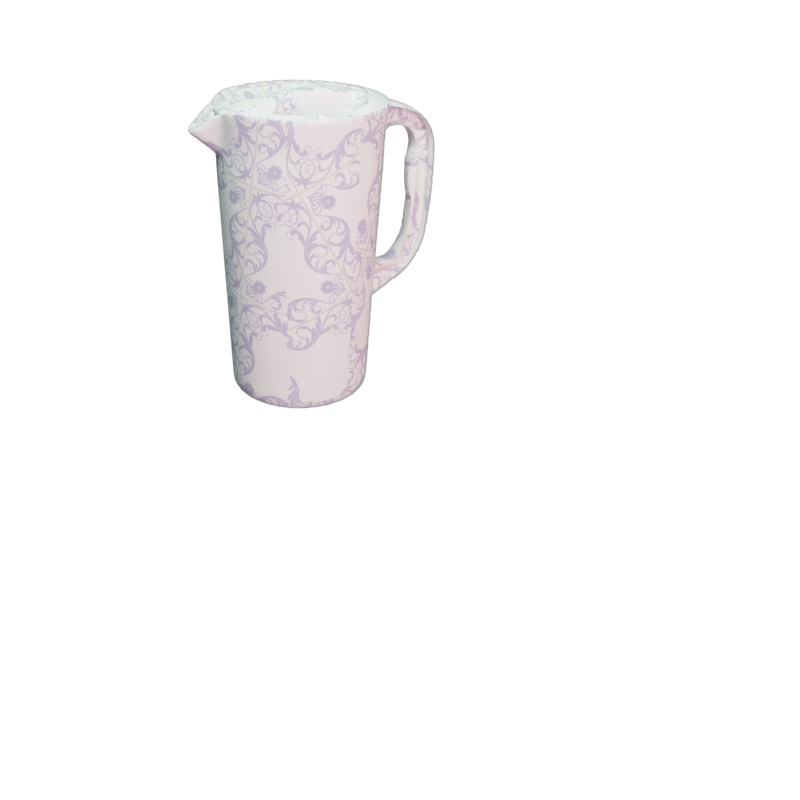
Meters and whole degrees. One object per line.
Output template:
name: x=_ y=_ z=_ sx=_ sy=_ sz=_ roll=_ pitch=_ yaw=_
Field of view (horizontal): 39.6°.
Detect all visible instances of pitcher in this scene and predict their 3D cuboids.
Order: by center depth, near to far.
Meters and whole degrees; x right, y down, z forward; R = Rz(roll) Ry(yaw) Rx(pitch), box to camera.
pitcher: x=-0.068 y=-0.123 z=0.864 sx=0.155 sy=0.231 sz=0.146 roll=12 pitch=26 yaw=23
